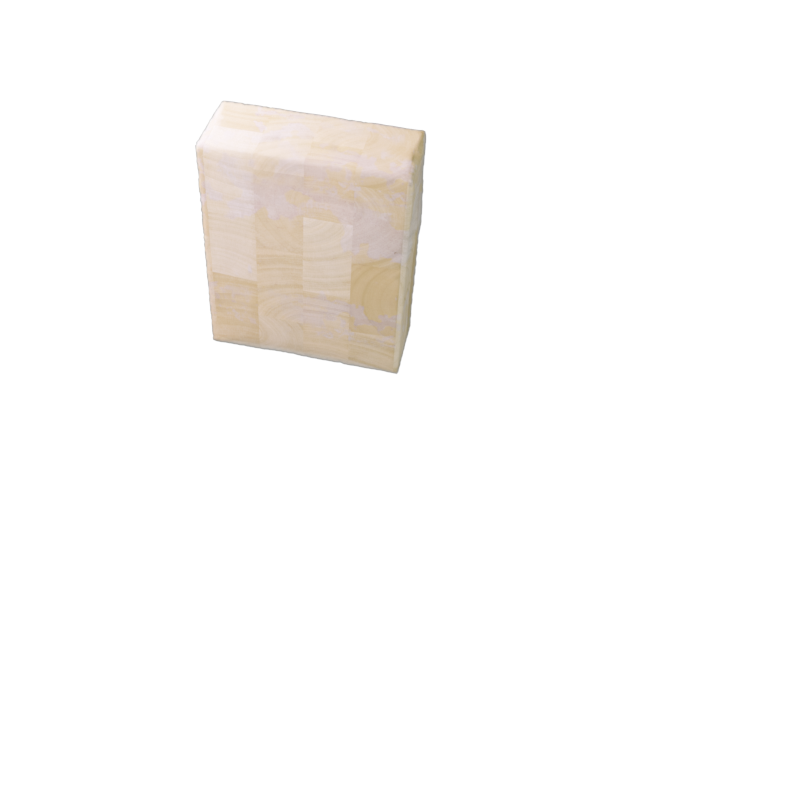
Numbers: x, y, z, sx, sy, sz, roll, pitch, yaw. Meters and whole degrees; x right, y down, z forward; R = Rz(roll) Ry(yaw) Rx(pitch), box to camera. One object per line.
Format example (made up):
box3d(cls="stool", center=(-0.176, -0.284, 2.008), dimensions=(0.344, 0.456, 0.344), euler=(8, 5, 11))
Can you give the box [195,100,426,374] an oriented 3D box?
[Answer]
box3d(cls="box", center=(-0.069, -0.127, 0.886), dimensions=(0.167, 0.076, 0.199), euler=(12, -43, 8))
